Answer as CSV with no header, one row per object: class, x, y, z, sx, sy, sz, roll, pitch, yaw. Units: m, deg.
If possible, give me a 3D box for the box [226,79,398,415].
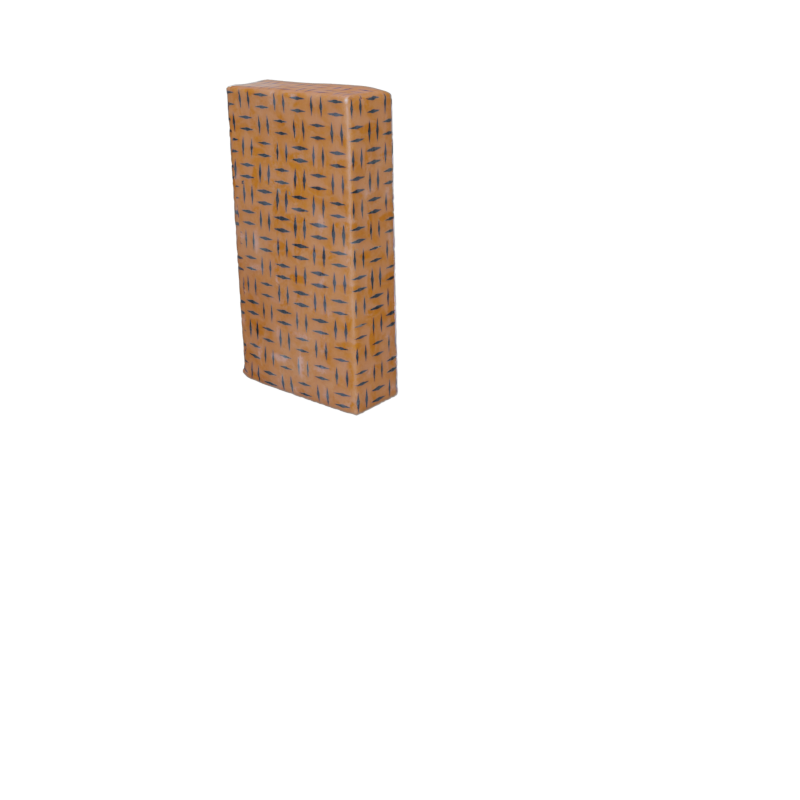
box,-0.049,-0.089,0.625,0.098,0.170,0.047,14,20,39
